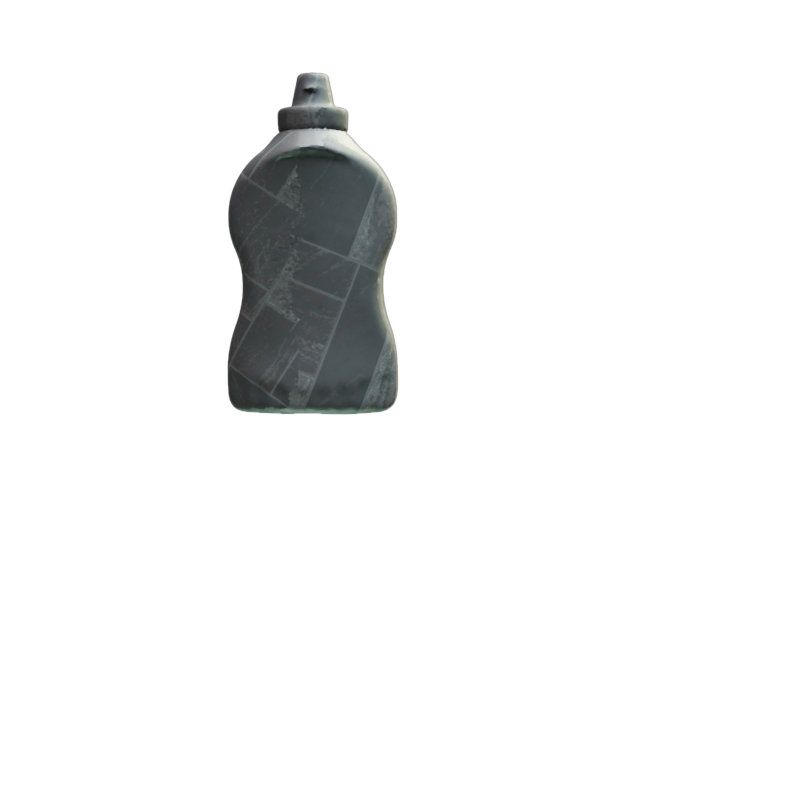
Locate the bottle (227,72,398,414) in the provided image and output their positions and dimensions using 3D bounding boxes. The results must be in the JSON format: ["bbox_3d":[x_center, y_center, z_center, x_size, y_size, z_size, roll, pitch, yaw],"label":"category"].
[{"bbox_3d":[-0.050,-0.090,0.633,0.096,0.192,0.058,0,-1,4],"label":"bottle"}]
